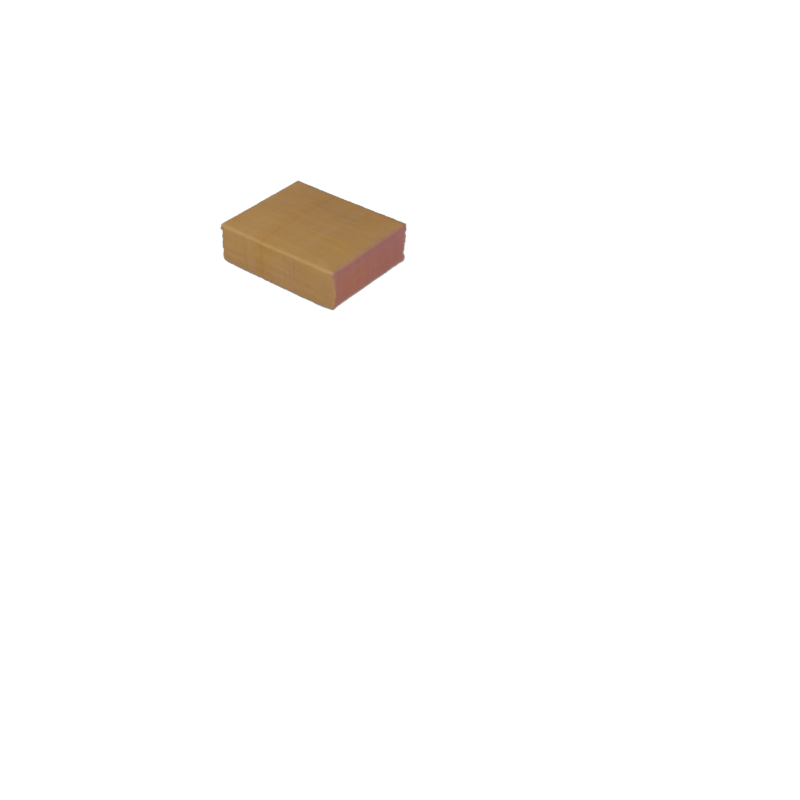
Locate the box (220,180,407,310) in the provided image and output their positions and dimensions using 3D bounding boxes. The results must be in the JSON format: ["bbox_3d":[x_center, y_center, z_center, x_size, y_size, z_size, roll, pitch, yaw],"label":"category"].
[{"bbox_3d":[-0.066,-0.120,0.843,0.120,0.036,0.091,27,46,29],"label":"box"}]
